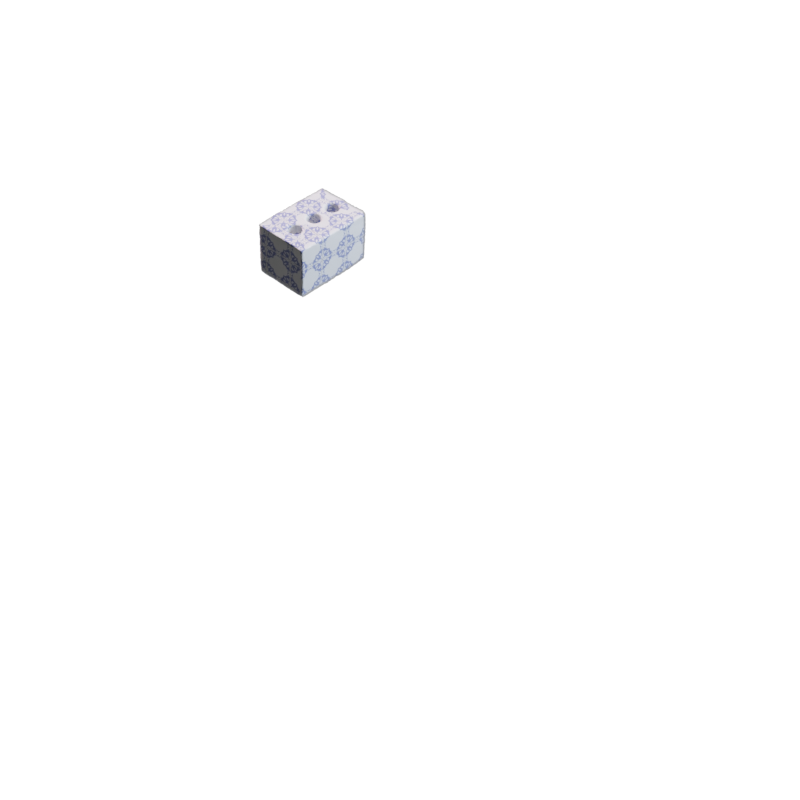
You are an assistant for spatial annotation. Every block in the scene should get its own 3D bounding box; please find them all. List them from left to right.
[{"bbox_3d":[-0.073,-0.134,0.937,0.056,0.048,0.078,31,50,29],"label":"block"}]
